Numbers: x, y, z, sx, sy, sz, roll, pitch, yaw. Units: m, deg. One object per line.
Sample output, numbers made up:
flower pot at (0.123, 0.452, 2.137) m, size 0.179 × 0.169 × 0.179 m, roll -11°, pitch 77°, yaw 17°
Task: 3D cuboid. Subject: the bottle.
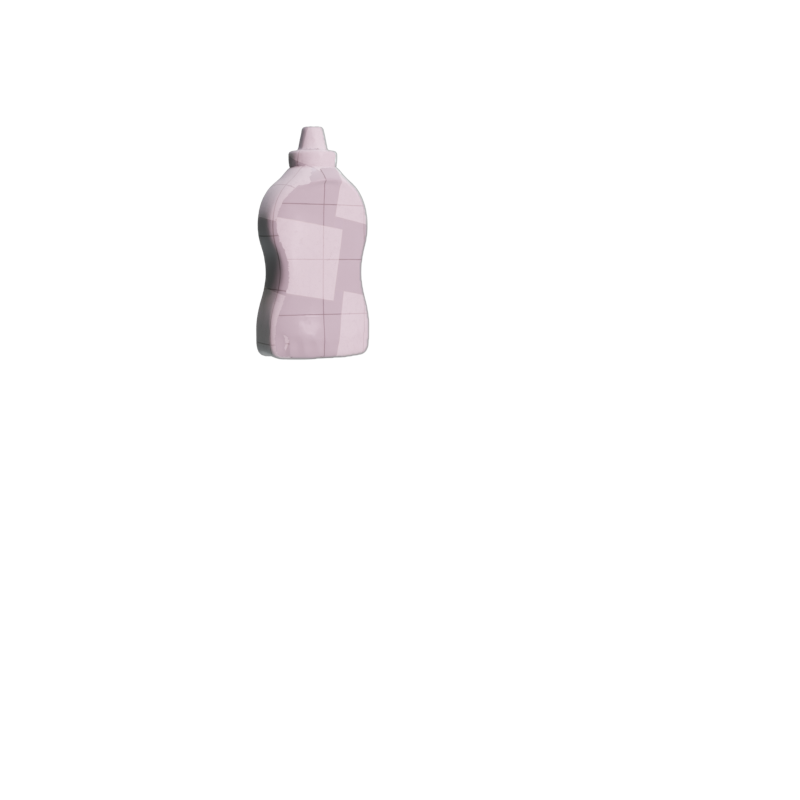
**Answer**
bottle at (-0.073, -0.132, 0.928) m, size 0.093 × 0.191 × 0.060 m, roll -1°, pitch 1°, yaw -30°
